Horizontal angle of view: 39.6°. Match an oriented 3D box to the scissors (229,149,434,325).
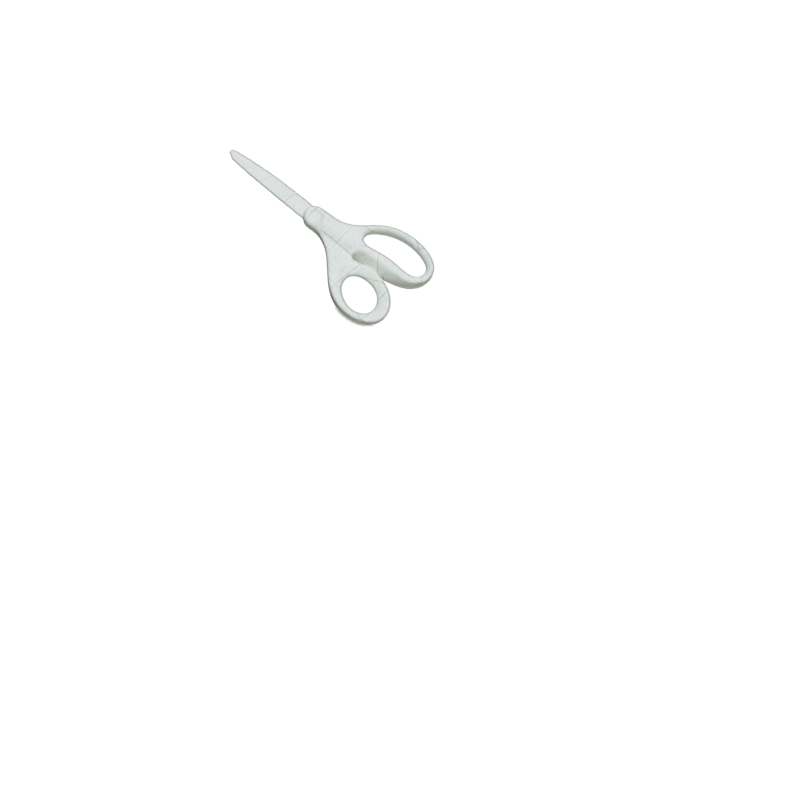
[{"bbox_3d":[-0.072,-0.131,0.918,0.206,0.099,0.015,24,-20,9],"label":"scissors"}]
